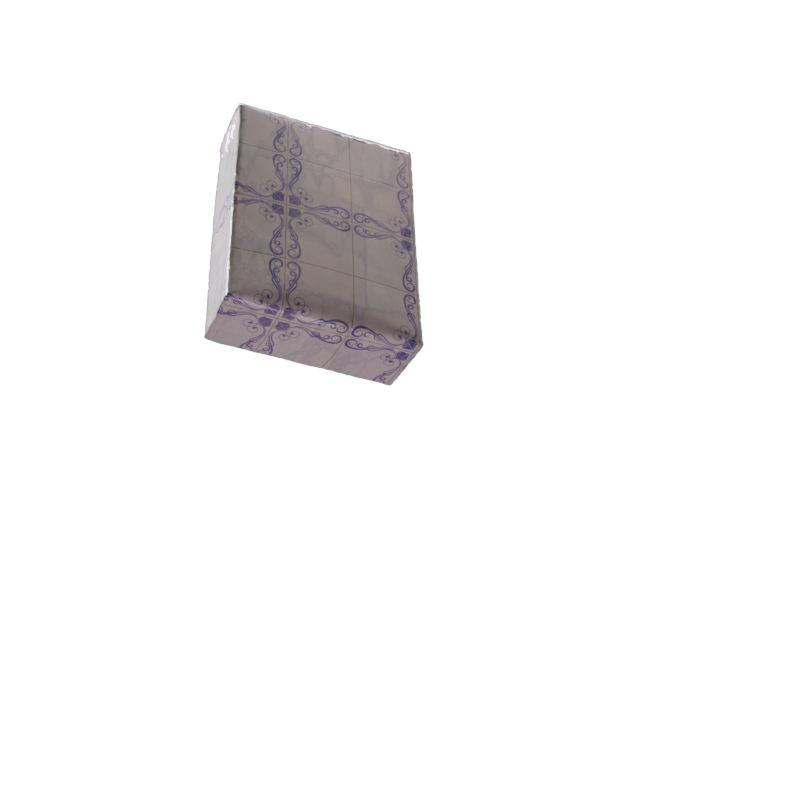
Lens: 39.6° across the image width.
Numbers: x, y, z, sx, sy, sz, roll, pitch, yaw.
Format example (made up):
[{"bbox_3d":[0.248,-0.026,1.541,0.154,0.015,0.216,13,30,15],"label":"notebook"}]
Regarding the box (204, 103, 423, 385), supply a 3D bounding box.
[{"bbox_3d":[-0.072,-0.132,0.921,0.159,0.229,0.069,12,-40,-18],"label":"box"}]
